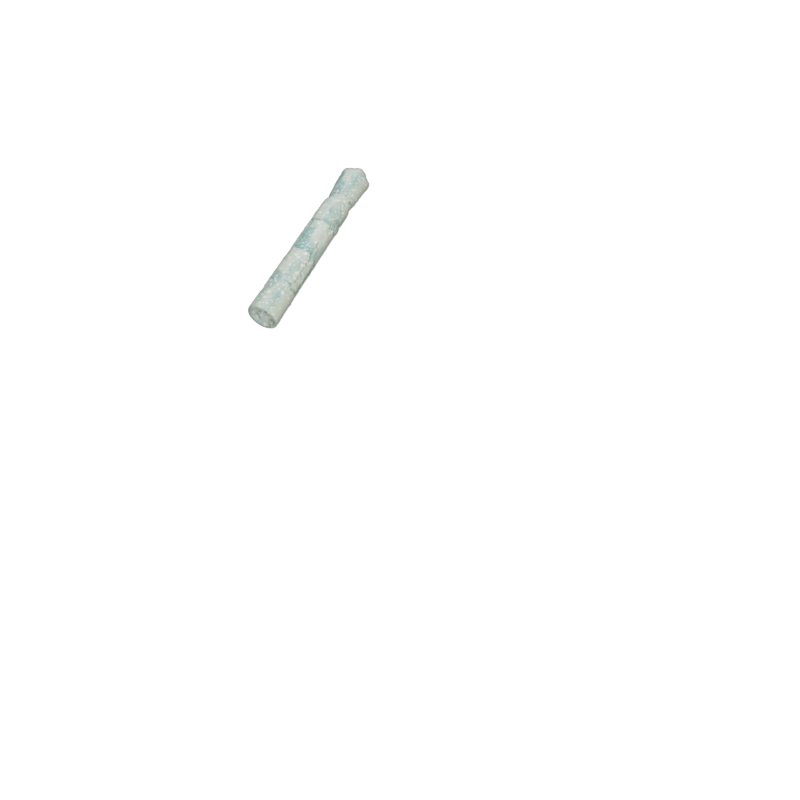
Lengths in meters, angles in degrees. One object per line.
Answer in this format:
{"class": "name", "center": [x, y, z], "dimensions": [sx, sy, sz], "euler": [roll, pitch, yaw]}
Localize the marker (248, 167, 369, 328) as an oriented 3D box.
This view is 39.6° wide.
{"class": "marker", "center": [-0.051, -0.092, 0.646], "dimensions": [0.020, 0.125, 0.018], "euler": [1, -41, 38]}
